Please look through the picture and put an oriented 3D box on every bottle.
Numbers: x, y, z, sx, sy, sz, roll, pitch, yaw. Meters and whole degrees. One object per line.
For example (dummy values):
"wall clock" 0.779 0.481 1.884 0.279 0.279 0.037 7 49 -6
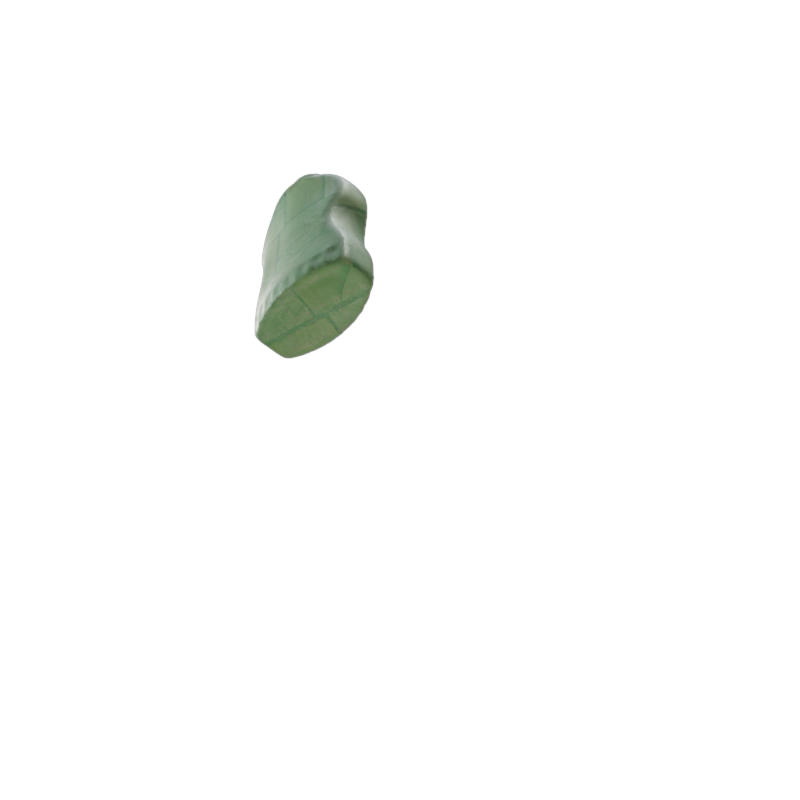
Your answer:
"bottle" -0.066 -0.122 0.853 0.055 0.095 0.205 36 27 -27
